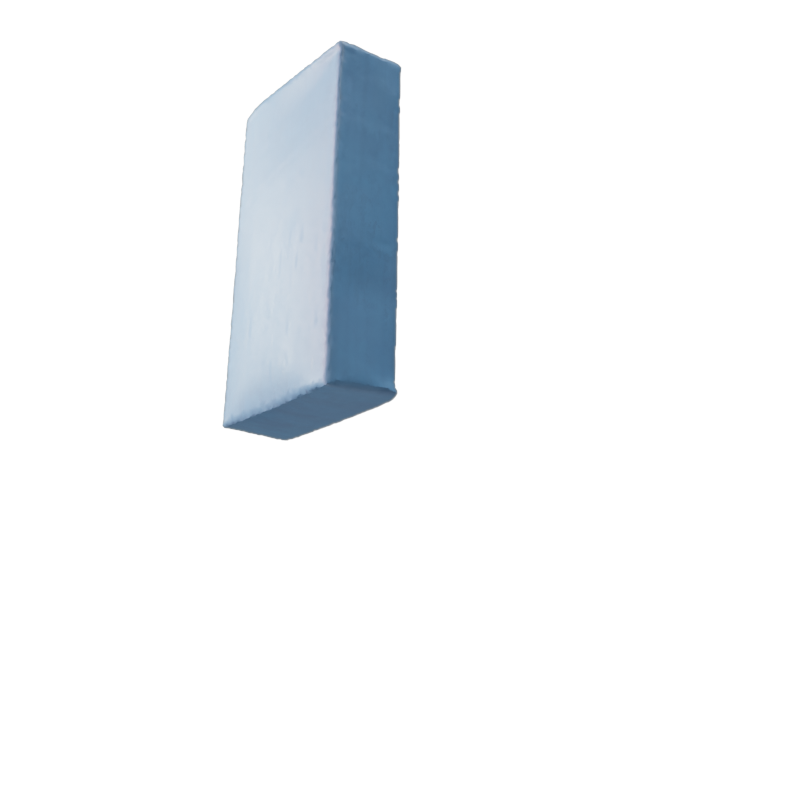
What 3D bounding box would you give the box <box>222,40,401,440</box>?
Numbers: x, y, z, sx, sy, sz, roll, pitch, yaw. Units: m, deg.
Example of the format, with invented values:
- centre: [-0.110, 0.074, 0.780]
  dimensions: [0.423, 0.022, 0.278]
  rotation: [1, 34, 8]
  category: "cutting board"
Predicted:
- centre: [-0.043, -0.078, 0.544]
  dimensions: [0.046, 0.186, 0.093]
  rotation: [15, -27, -35]
  category: "box"
